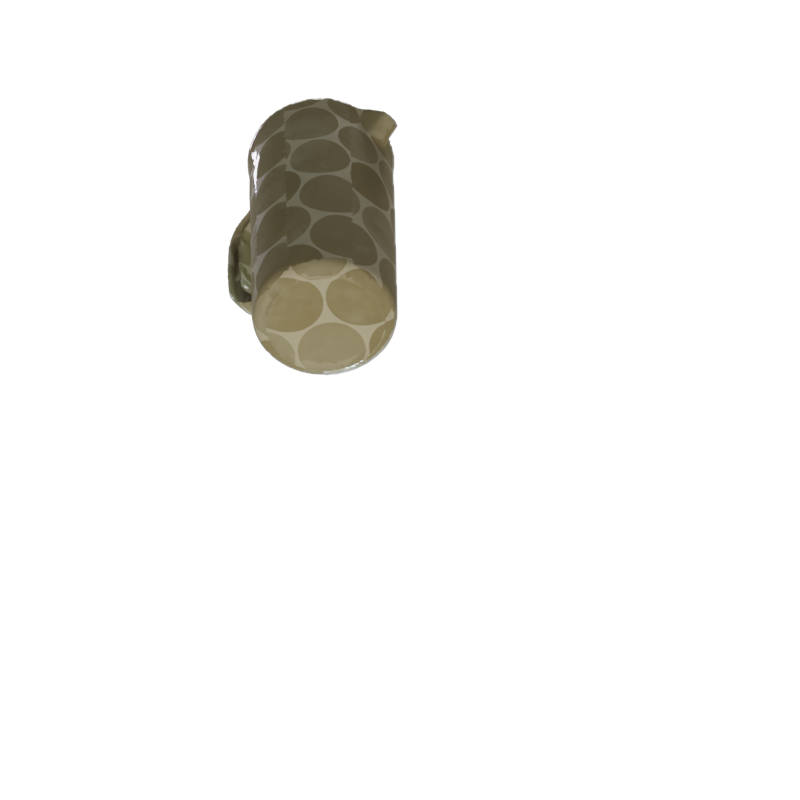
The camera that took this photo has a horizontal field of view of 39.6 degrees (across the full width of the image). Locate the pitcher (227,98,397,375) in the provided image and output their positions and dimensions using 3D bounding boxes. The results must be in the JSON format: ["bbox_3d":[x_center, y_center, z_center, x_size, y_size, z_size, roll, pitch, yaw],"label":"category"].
[{"bbox_3d":[-0.071,-0.130,0.913,0.144,0.140,0.260,2,38,-5],"label":"pitcher"}]
